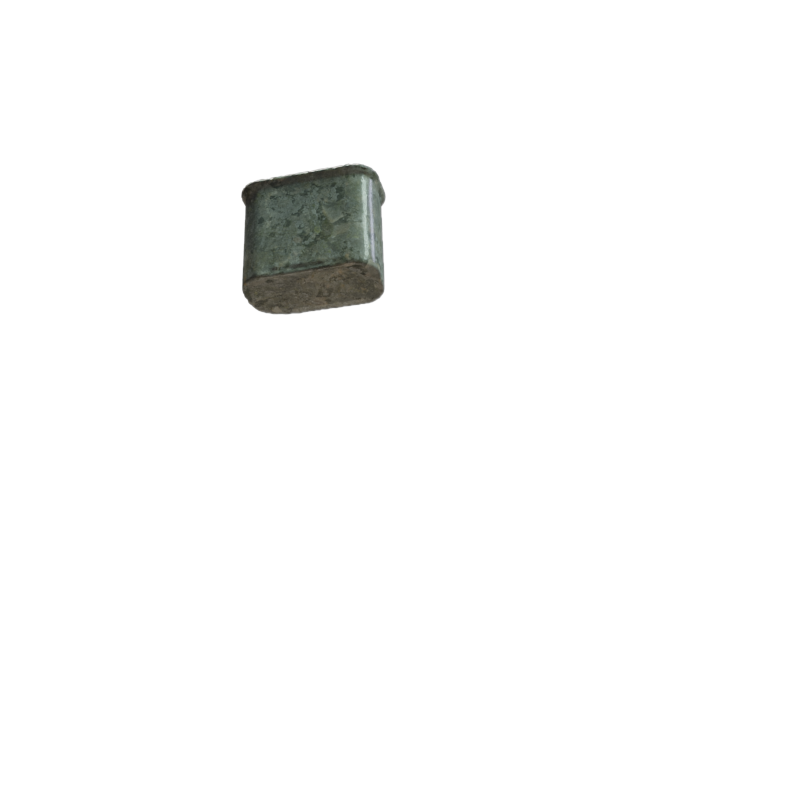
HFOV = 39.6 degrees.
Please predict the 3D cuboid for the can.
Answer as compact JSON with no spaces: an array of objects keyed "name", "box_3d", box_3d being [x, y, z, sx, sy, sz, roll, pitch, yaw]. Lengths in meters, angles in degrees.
[{"name":"can","box_3d":[-0.061,-0.111,0.780,0.103,0.089,0.053,-8,-33,11]}]
